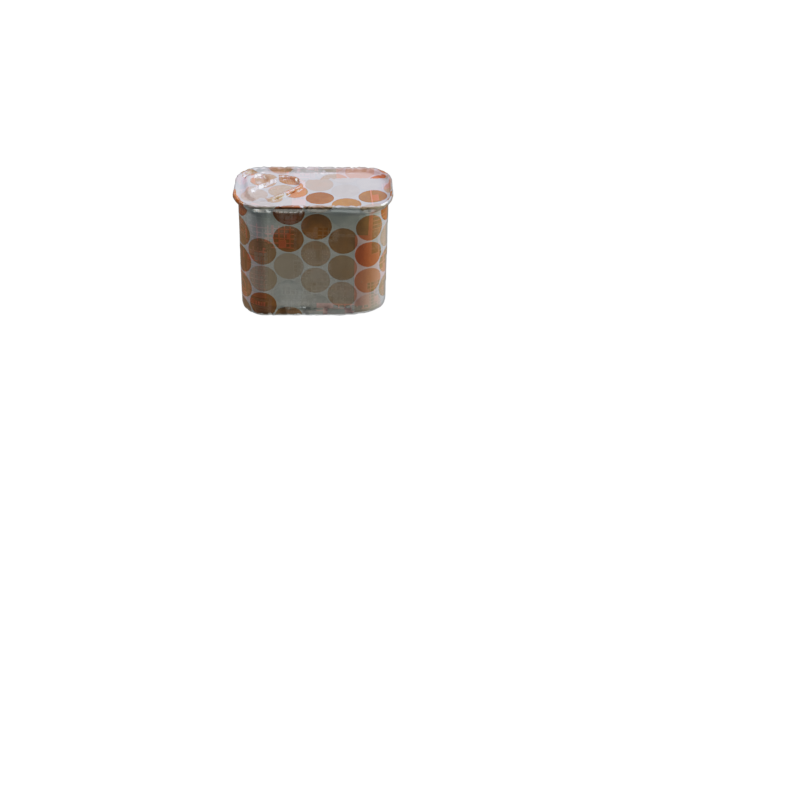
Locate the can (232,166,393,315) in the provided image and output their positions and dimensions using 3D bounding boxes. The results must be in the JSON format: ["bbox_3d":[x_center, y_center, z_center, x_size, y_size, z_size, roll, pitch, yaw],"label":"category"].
[{"bbox_3d":[-0.057,-0.104,0.730,0.102,0.079,0.061,1,33,-1],"label":"can"}]
